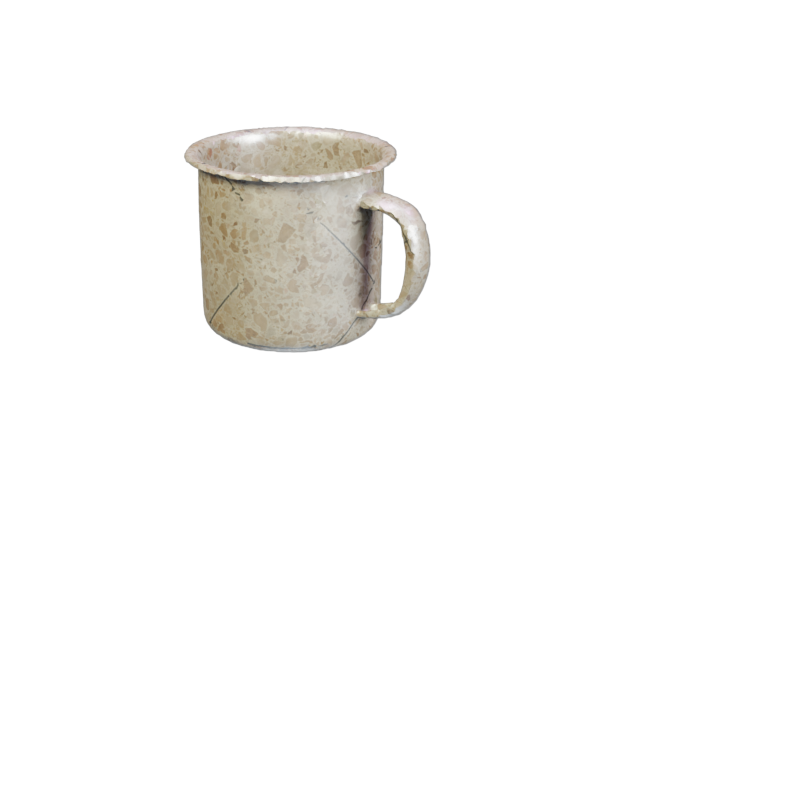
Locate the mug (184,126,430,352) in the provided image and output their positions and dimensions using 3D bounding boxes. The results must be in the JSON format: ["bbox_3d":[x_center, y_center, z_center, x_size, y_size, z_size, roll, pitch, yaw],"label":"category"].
[{"bbox_3d":[-0.039,-0.070,0.492,0.123,0.078,0.093,15,27,30],"label":"mug"}]
